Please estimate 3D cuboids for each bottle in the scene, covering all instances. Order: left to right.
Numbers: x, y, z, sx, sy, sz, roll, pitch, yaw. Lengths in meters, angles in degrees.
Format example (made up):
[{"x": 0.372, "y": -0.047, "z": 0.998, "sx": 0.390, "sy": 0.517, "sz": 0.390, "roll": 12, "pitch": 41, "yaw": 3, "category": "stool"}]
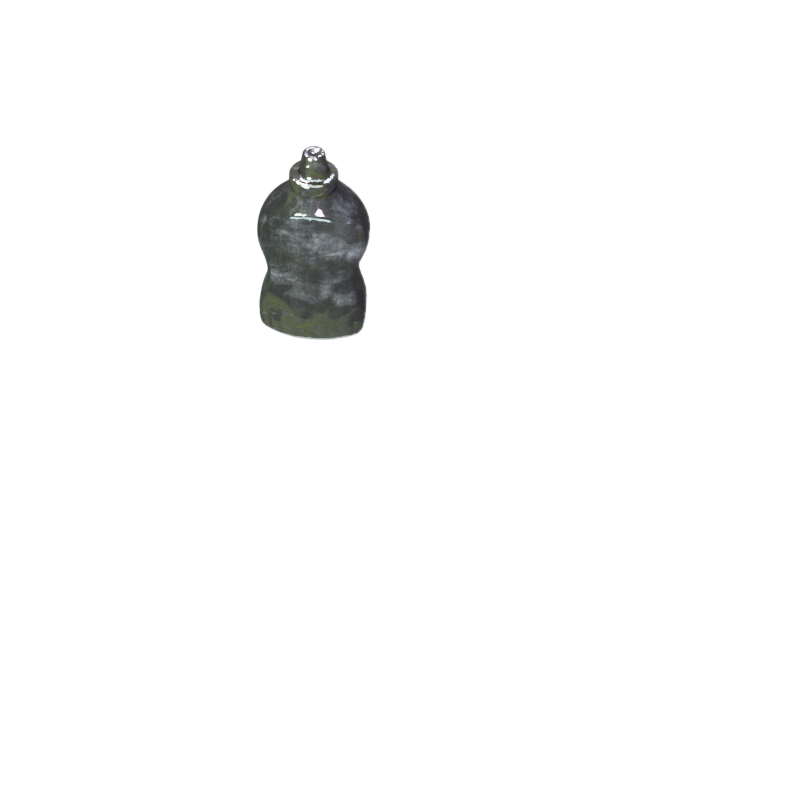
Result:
[{"x": -0.075, "y": -0.137, "z": 0.958, "sx": 0.097, "sy": 0.179, "sz": 0.062, "roll": 8, "pitch": 45, "yaw": 4, "category": "bottle"}]
